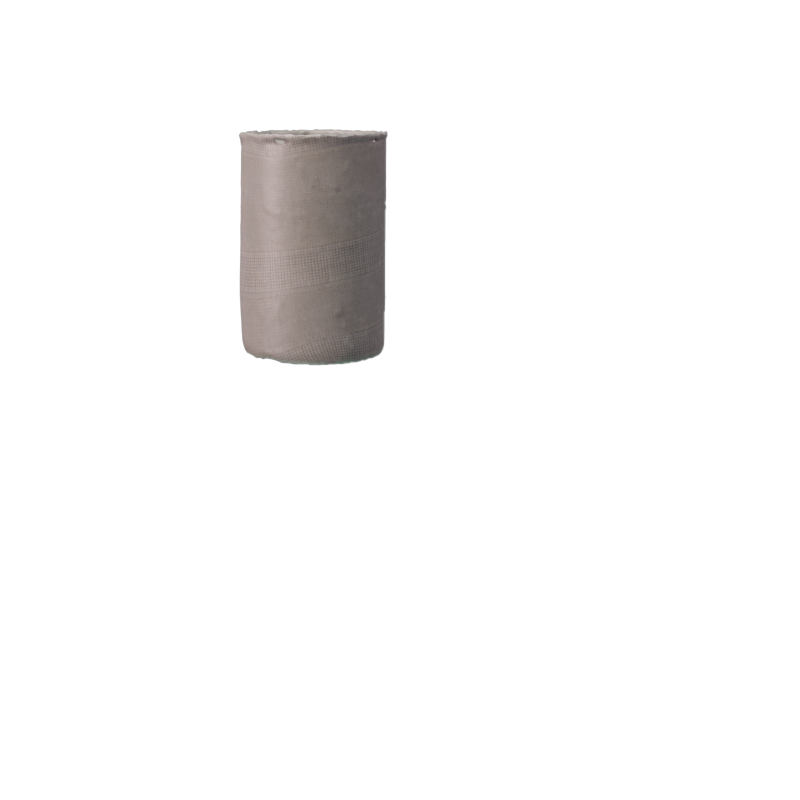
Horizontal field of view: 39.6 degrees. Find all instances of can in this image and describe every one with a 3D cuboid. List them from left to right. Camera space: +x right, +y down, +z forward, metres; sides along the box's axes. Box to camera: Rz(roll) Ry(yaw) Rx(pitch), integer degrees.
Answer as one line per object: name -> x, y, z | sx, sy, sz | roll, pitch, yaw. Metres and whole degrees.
can -> -0.040, -0.073, 0.513 | 0.068, 0.100, 0.070 | 0, 10, -2
